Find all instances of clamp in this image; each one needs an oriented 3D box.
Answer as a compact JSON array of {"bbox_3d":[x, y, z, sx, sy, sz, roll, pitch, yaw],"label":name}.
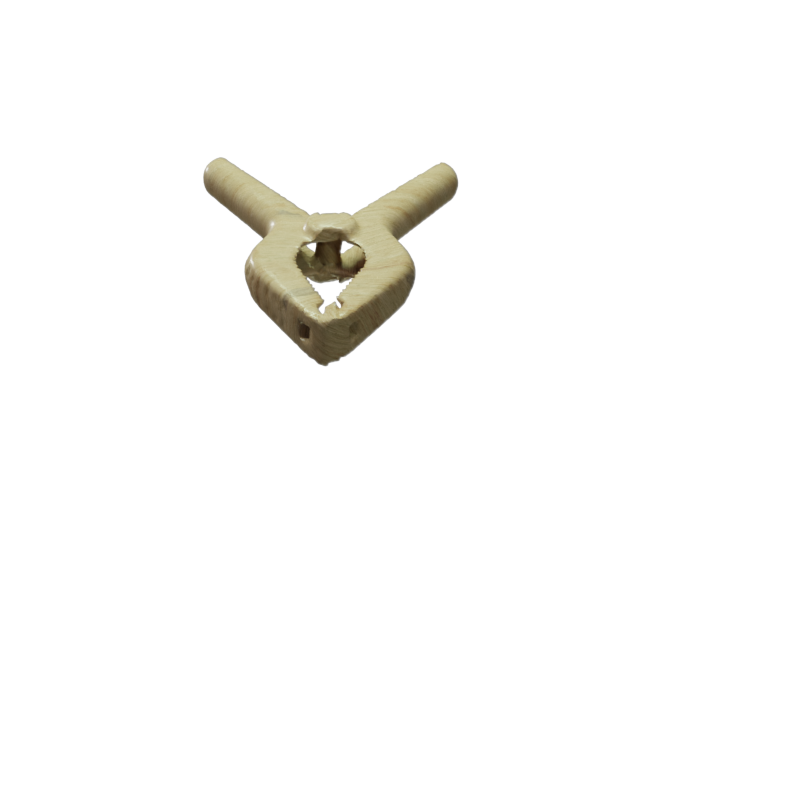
[{"bbox_3d":[-0.051,-0.093,0.650,0.166,0.034,0.222,3,35,4],"label":"clamp"}]
